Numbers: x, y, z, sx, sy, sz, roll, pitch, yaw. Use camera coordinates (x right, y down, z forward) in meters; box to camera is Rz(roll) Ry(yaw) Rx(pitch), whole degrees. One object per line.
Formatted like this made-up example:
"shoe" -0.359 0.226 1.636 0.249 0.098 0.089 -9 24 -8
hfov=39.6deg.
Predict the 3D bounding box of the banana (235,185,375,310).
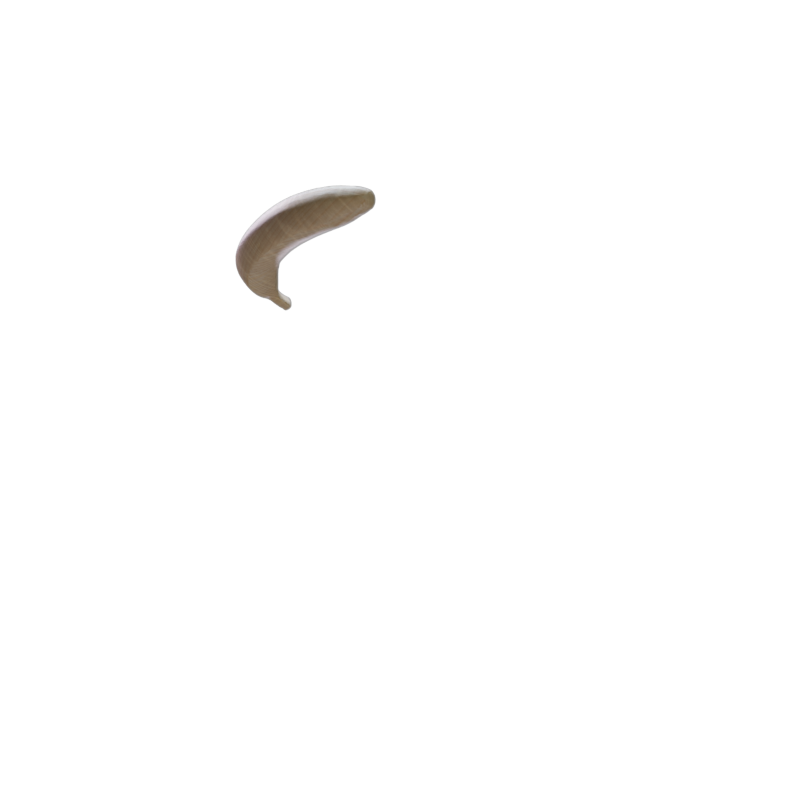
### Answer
"banana" -0.088 -0.127 0.884 0.067 0.039 0.194 9 -22 -23
